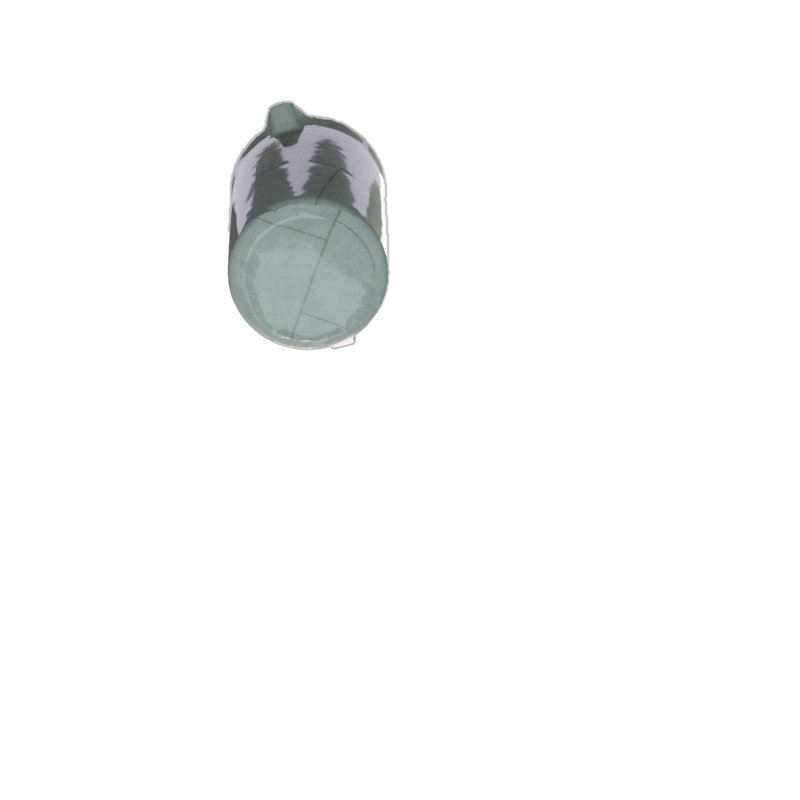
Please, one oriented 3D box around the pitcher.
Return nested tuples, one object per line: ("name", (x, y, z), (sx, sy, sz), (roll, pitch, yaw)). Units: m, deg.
("pitcher", (-0.066, -0.121, 0.847), (0.145, 0.142, 0.255), (28, 18, -14))
